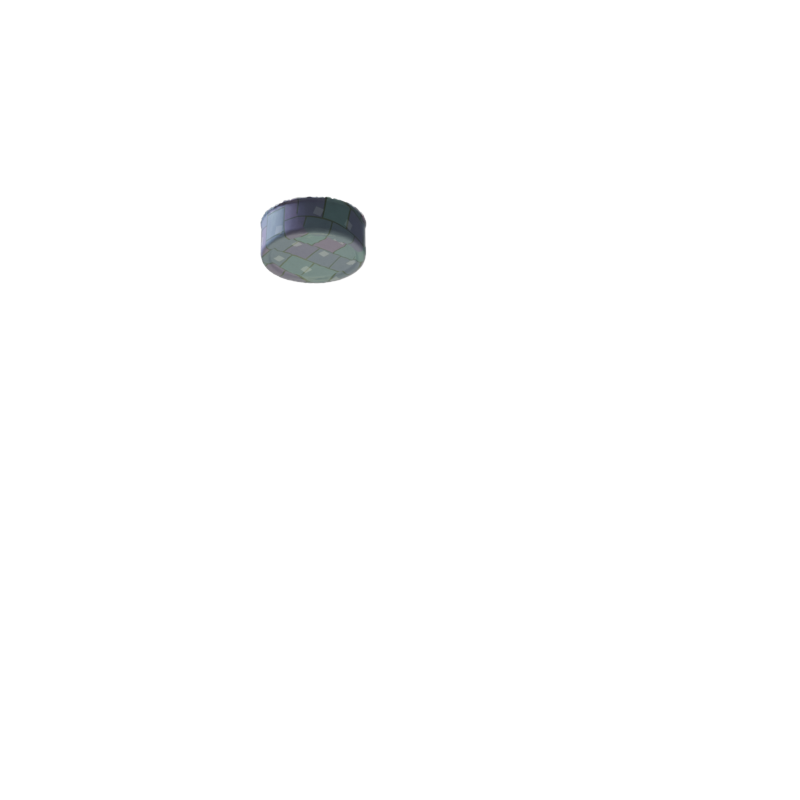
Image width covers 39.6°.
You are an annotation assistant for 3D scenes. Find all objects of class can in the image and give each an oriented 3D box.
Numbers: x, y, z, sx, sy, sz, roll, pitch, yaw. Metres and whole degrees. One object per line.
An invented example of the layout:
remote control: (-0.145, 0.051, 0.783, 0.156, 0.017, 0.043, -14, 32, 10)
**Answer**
can: (-0.070, -0.127, 0.891, 0.086, 0.036, 0.081, 1, -24, -2)
